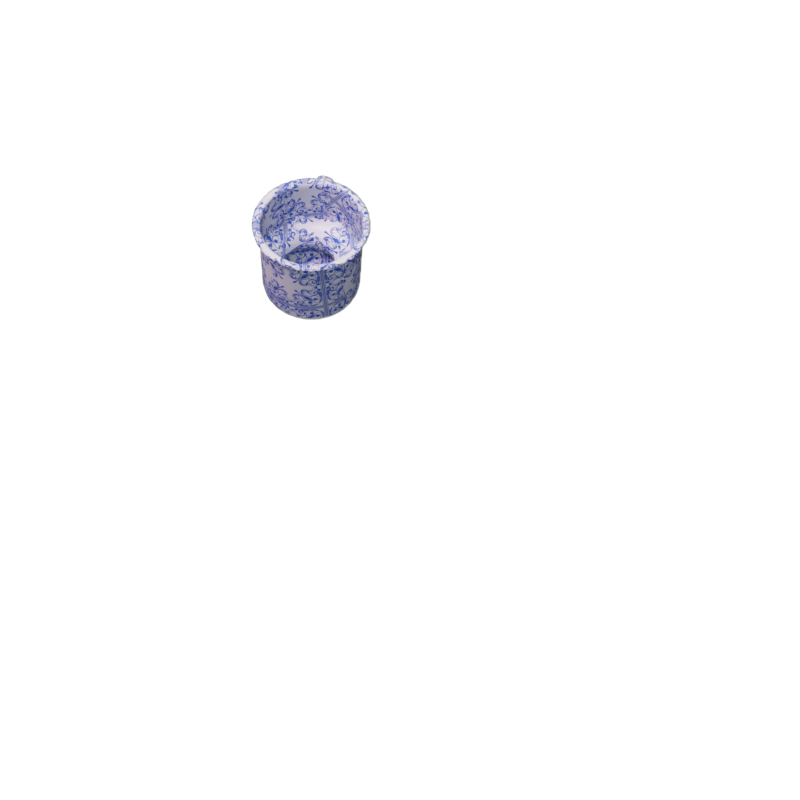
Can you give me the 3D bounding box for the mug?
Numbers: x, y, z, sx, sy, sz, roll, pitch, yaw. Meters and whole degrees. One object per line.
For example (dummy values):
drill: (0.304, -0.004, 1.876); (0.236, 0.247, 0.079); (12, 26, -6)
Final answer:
mug: (-0.071, -0.129, 0.903); (0.094, 0.125, 0.076); (5, -34, 2)
